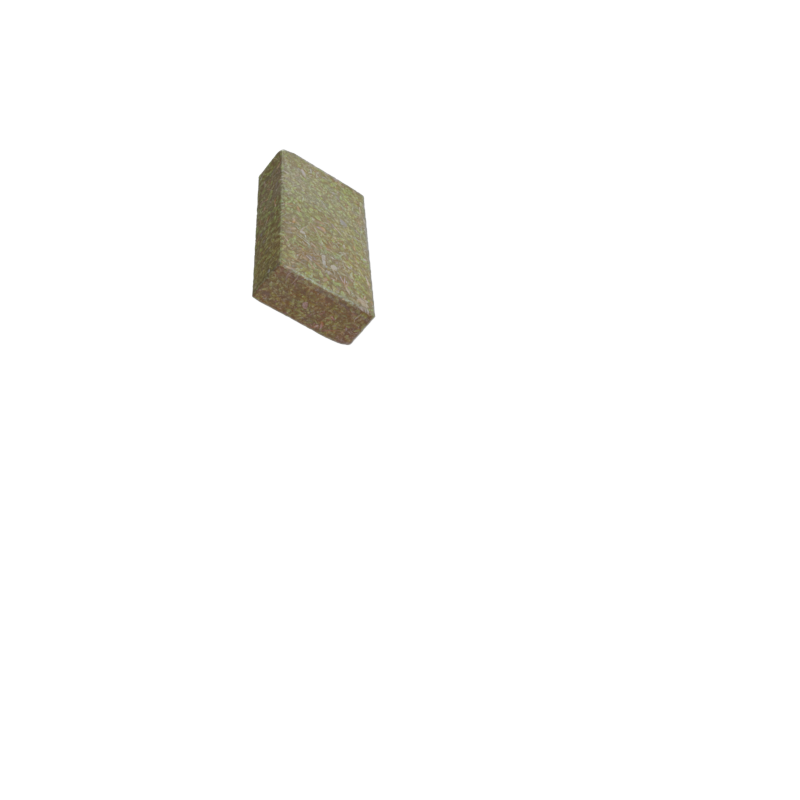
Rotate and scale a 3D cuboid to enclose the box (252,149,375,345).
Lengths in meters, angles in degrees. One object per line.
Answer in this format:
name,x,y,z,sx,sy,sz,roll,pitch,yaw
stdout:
box,-0.072,-0.131,0.917,0.089,0.189,0.047,27,-55,-25
